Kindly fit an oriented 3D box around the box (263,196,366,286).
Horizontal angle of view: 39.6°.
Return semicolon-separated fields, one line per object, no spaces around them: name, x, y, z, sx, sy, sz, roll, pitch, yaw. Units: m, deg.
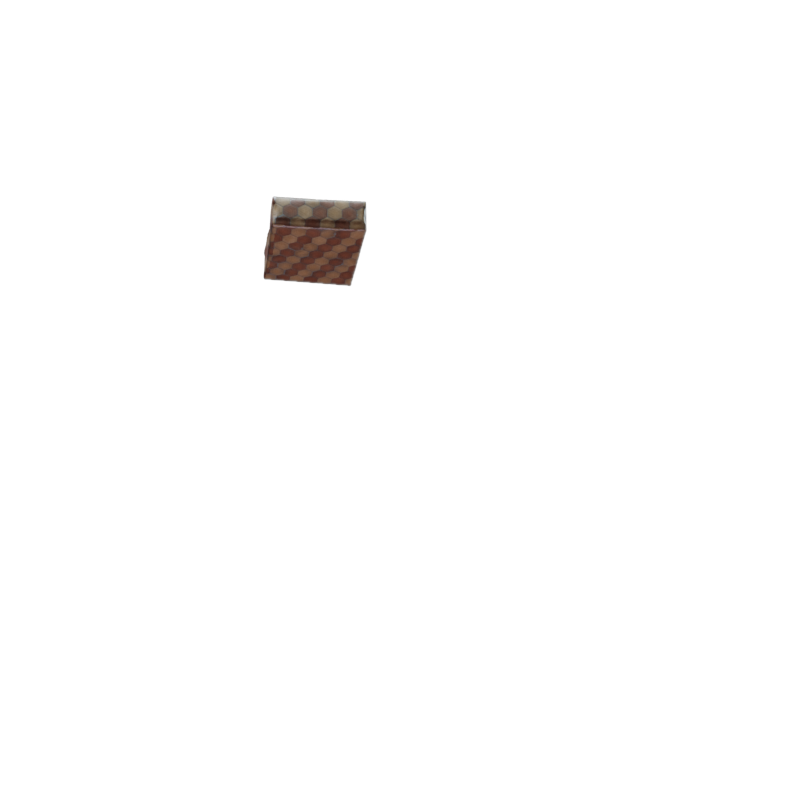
box;-0.069;-0.126;0.880;0.072;0.032;0.085;3;-26;-8
